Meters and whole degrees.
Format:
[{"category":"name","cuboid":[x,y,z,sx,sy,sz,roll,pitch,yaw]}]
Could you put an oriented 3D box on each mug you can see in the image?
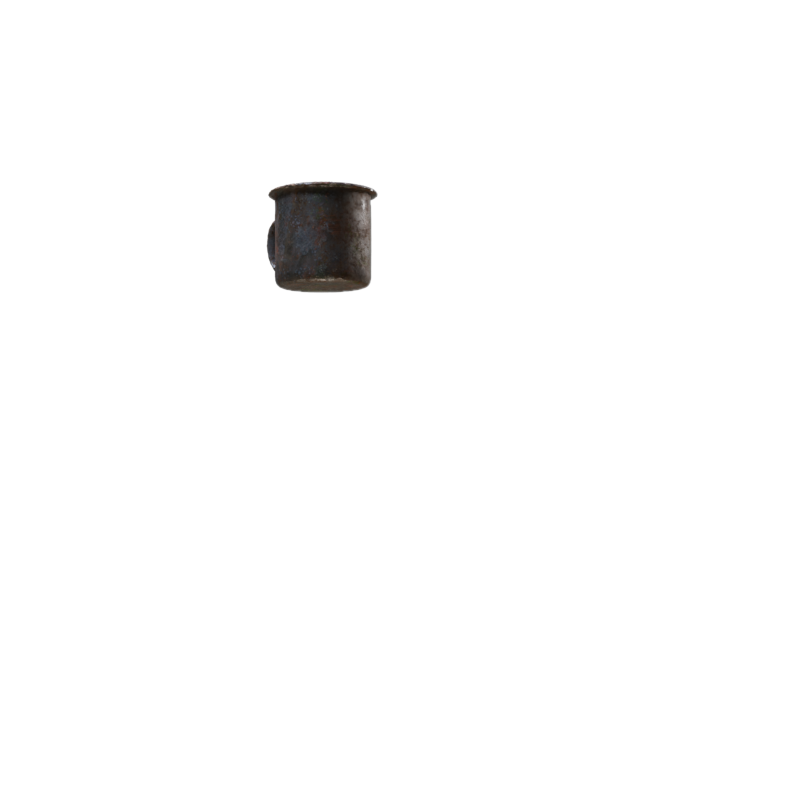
[{"category":"mug","cuboid":[-0.074,-0.136,0.949,0.121,0.083,0.089,-4,-7,44]}]
